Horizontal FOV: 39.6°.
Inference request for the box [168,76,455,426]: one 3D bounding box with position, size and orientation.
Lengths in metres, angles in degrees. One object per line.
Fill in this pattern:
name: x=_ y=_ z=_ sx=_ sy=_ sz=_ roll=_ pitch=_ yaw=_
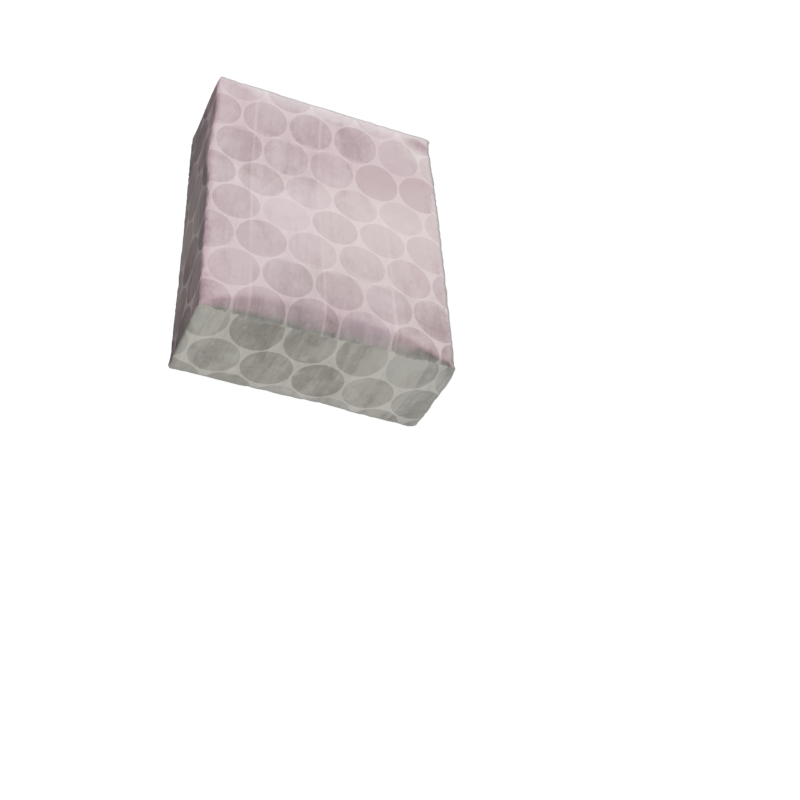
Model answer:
box: x=-0.057 y=-0.103 z=0.723 sx=0.159 sy=0.230 sz=0.069 roll=13 pitch=-43 yaw=-18
